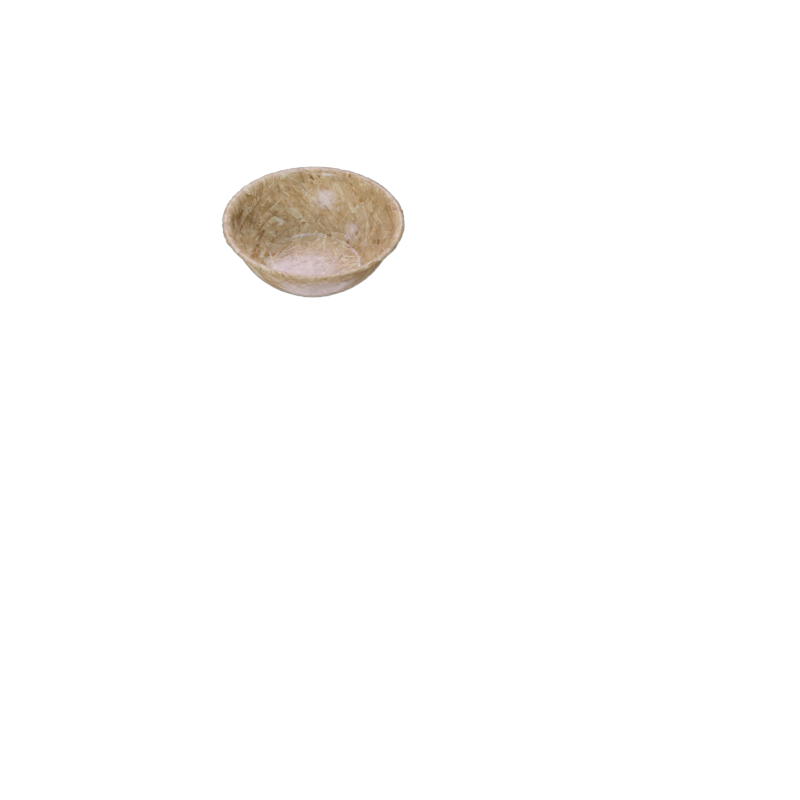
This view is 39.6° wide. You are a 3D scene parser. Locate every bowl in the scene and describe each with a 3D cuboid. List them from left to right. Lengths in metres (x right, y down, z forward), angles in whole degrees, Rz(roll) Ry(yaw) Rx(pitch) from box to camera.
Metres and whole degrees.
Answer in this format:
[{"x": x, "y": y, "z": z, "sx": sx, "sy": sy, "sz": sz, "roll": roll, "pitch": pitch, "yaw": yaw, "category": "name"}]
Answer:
[{"x": -0.078, "y": -0.142, "z": 0.996, "sx": 0.162, "sy": 0.051, "sz": 0.174, "roll": -1, "pitch": 43, "yaw": -1, "category": "bowl"}]
